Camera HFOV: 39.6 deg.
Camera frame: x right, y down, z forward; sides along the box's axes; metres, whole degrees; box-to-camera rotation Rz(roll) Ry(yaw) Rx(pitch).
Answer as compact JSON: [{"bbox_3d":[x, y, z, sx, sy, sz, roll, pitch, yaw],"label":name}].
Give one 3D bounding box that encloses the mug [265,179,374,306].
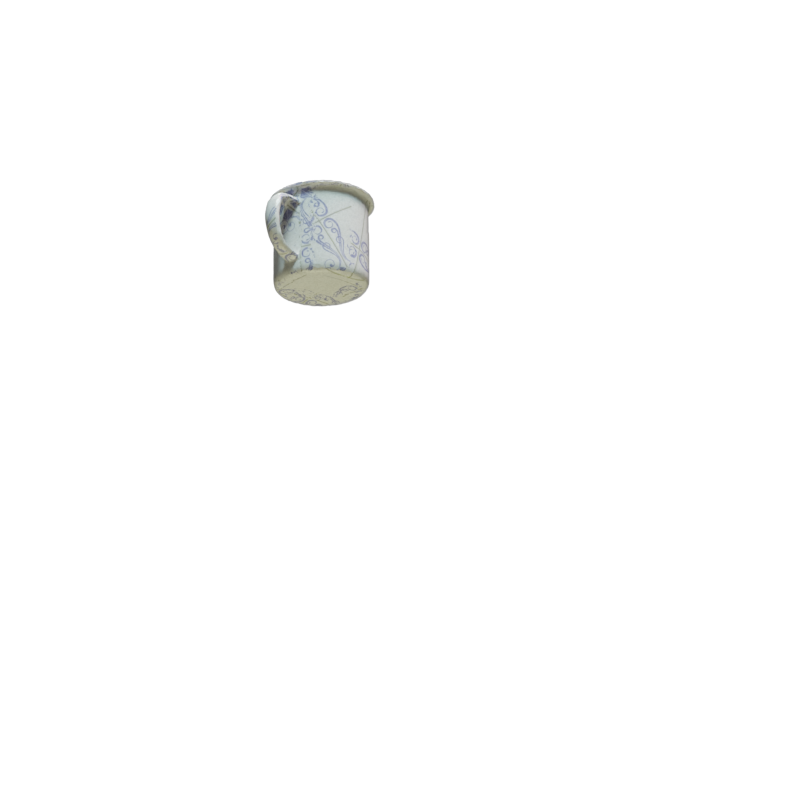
[{"bbox_3d":[-0.074,-0.135,0.942,0.095,0.086,0.109,-14,-25,29],"label":"mug"}]
